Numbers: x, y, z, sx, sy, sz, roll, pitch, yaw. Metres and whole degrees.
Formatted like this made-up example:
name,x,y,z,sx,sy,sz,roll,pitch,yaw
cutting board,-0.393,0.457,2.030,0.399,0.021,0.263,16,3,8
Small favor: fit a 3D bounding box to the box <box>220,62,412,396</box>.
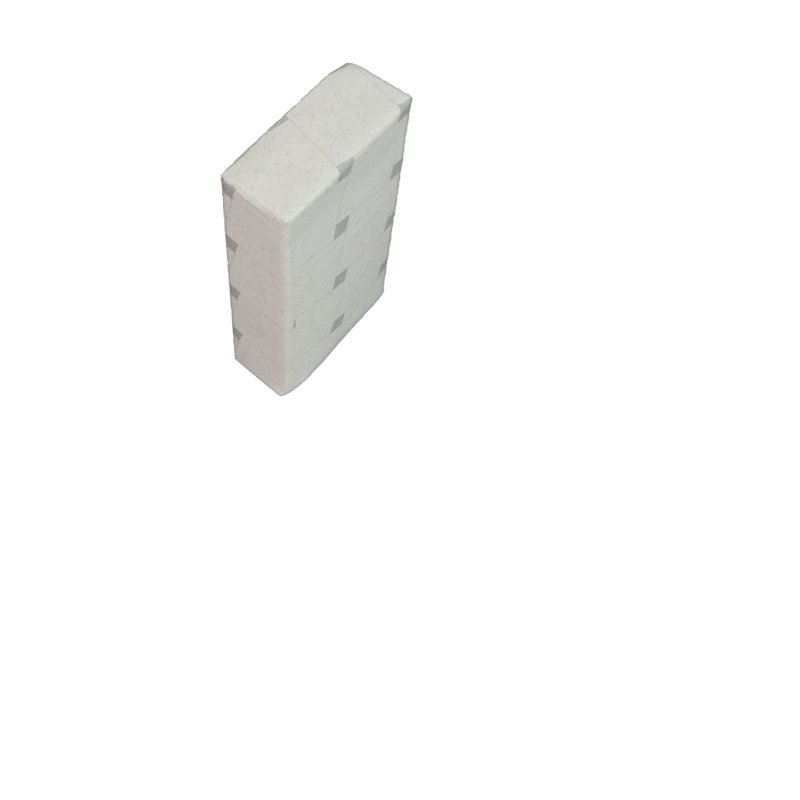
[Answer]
name,x,y,z,sx,sy,sz,roll,pitch,yaw
box,-0.044,-0.080,0.562,0.050,0.095,0.165,34,-26,14
